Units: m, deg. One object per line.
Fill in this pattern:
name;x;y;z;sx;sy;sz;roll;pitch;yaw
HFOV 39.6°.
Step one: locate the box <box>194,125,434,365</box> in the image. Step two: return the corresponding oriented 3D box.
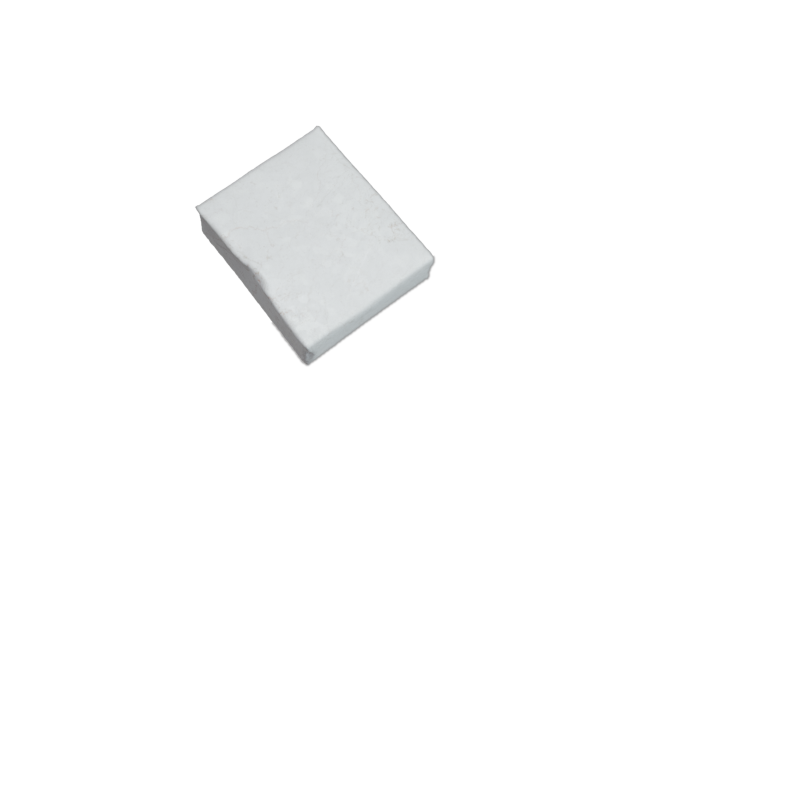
box;-0.040;-0.074;0.516;0.073;0.093;0.029;-35;-17;-13
